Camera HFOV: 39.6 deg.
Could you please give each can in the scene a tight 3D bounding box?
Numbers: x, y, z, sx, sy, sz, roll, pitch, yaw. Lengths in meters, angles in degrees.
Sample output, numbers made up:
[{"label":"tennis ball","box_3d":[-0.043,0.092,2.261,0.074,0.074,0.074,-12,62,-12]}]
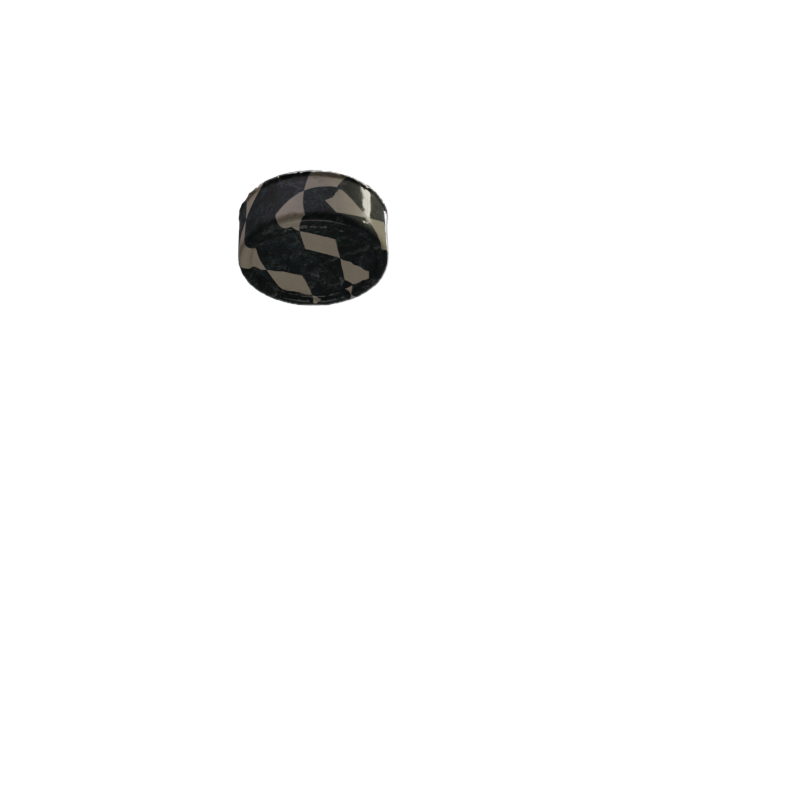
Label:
[{"label":"can","box_3d":[-0.049,-0.090,0.627,0.086,0.036,0.080,1,-32,-2]}]
